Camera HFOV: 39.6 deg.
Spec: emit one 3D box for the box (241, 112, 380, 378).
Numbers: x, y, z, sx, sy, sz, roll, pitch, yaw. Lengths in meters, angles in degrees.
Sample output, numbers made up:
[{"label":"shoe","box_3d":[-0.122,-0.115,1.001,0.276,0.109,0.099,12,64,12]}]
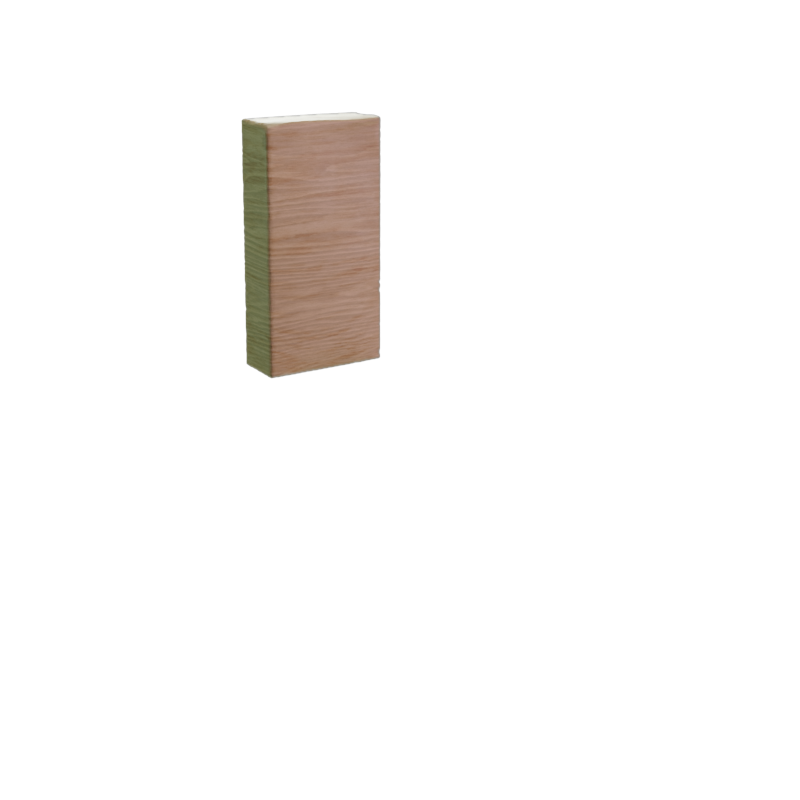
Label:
[{"label":"box","box_3d":[-0.061,-0.111,0.778,0.091,0.170,0.051,-9,18,-31]}]
